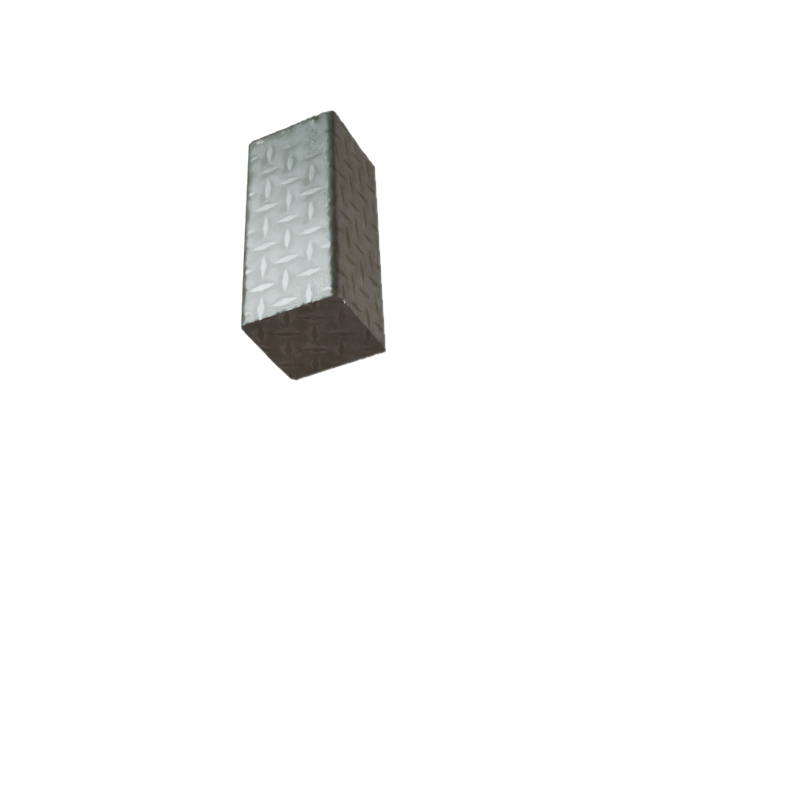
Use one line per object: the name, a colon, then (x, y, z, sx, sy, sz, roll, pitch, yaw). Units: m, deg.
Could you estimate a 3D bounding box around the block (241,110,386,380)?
block: (-0.075, -0.136, 0.949, 0.091, 0.221, 0.083, -19, -40, 20)
